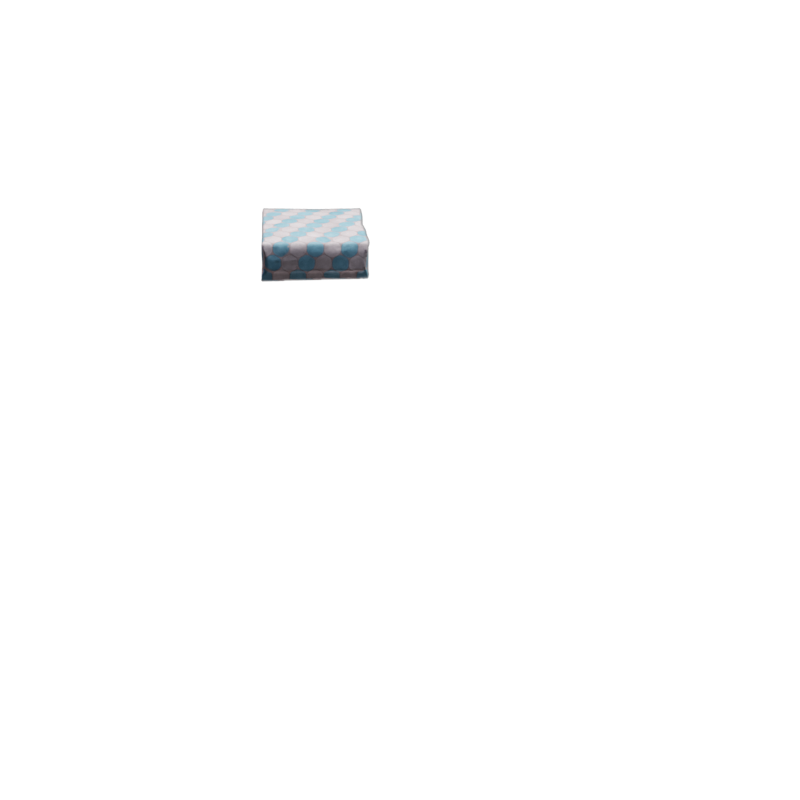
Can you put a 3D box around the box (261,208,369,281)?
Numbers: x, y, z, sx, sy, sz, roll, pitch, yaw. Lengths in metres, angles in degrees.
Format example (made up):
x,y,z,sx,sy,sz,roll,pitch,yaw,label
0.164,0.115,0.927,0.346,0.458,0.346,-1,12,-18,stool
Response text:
x,y,z,sx,sy,sz,roll,pitch,yaw,label
-0.061,-0.111,0.778,0.073,0.029,0.094,-1,24,-4,box
